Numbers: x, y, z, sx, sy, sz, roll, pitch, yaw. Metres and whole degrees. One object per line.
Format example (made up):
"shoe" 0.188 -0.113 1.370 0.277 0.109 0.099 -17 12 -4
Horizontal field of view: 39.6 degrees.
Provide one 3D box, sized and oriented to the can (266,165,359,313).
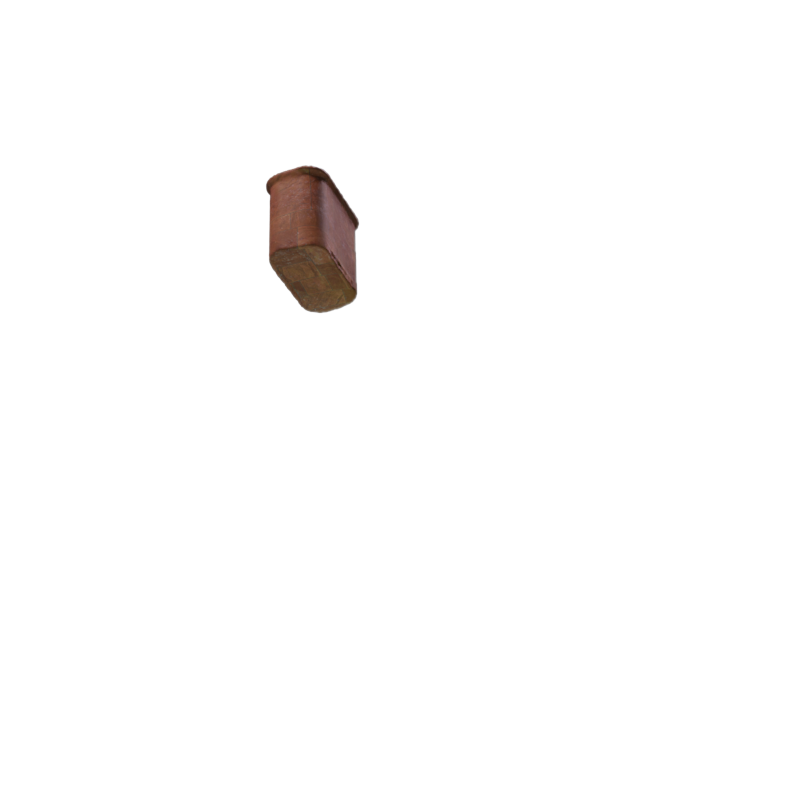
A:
"can" -0.074 -0.136 0.949 0.058 0.090 0.094 -14 -36 17
